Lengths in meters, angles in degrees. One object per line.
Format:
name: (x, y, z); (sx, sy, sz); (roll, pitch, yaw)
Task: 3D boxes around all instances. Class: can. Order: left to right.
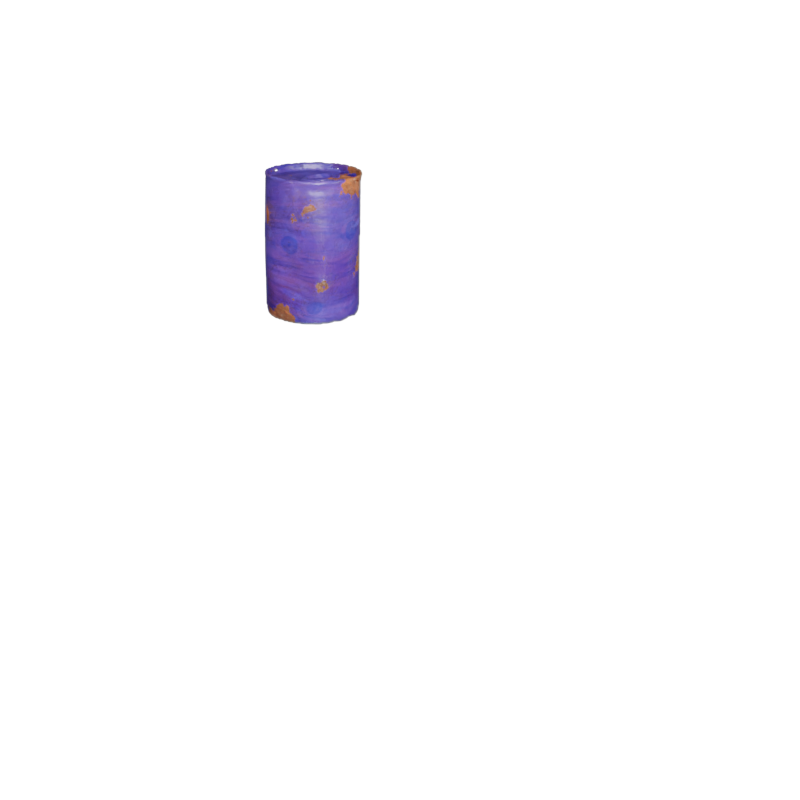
can: (-0.061, -0.112, 0.784); (0.068, 0.098, 0.071); (0, 18, -2)
